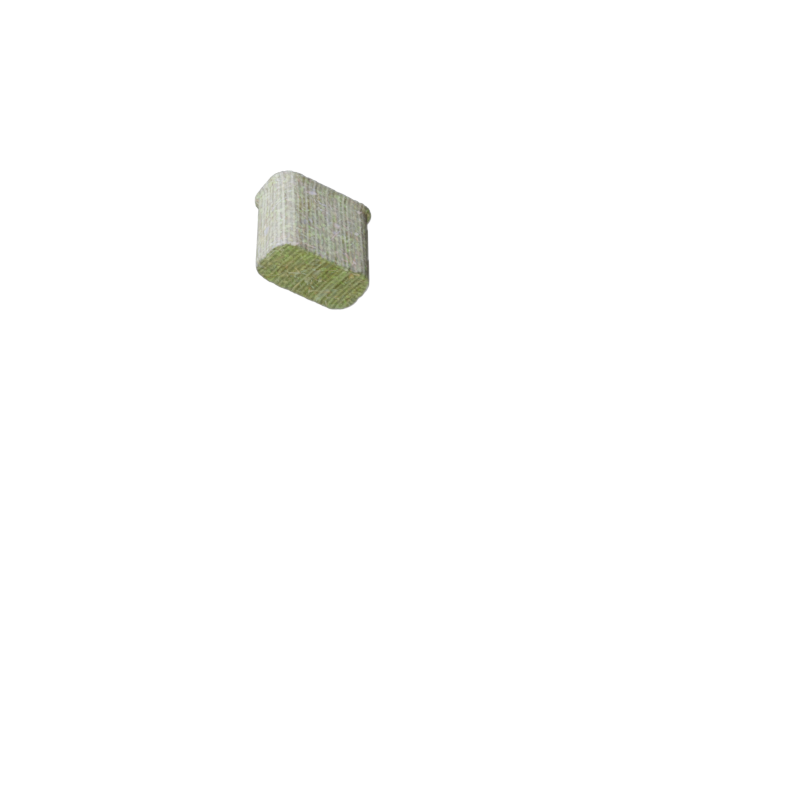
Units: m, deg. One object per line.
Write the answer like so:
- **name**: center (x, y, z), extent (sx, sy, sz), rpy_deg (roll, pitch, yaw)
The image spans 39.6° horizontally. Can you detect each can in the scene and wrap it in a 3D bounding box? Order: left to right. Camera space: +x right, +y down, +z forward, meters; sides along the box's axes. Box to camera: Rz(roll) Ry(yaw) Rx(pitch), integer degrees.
- **can**: center (-0.074, -0.135, 0.944), extent (0.097, 0.090, 0.056), rpy_deg (22, -46, -26)
